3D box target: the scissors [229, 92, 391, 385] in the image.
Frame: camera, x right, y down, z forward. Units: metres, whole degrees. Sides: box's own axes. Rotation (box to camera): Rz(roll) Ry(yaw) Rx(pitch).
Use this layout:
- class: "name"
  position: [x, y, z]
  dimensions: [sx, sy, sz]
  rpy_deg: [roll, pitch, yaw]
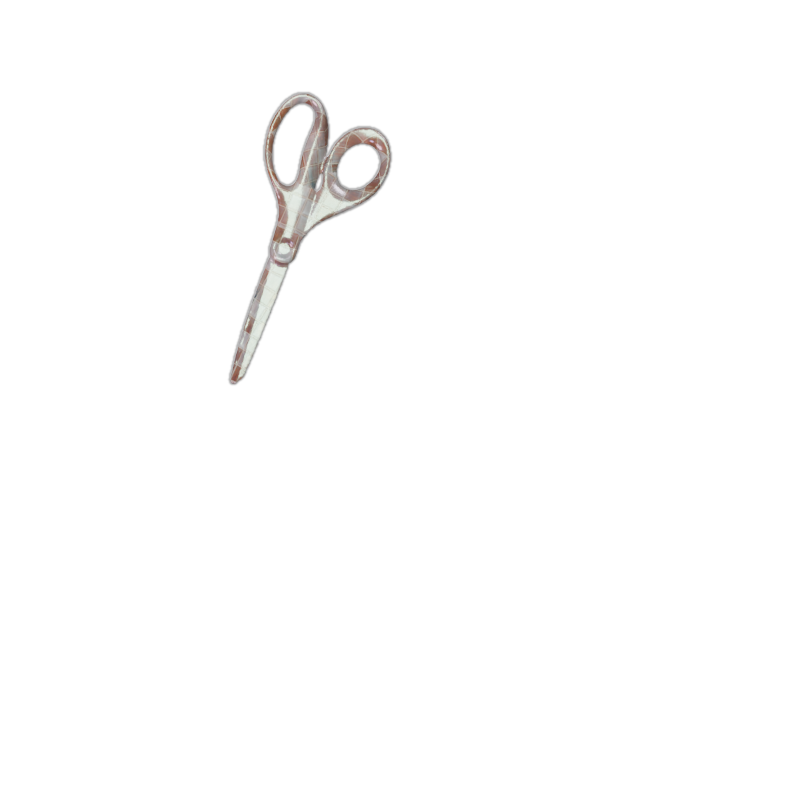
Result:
- class: "scissors"
  position: [-0.059, -0.108, 0.755]
  dimensions: [0.096, 0.204, 0.016]
  rpy_deg: [5, -5, 0]
